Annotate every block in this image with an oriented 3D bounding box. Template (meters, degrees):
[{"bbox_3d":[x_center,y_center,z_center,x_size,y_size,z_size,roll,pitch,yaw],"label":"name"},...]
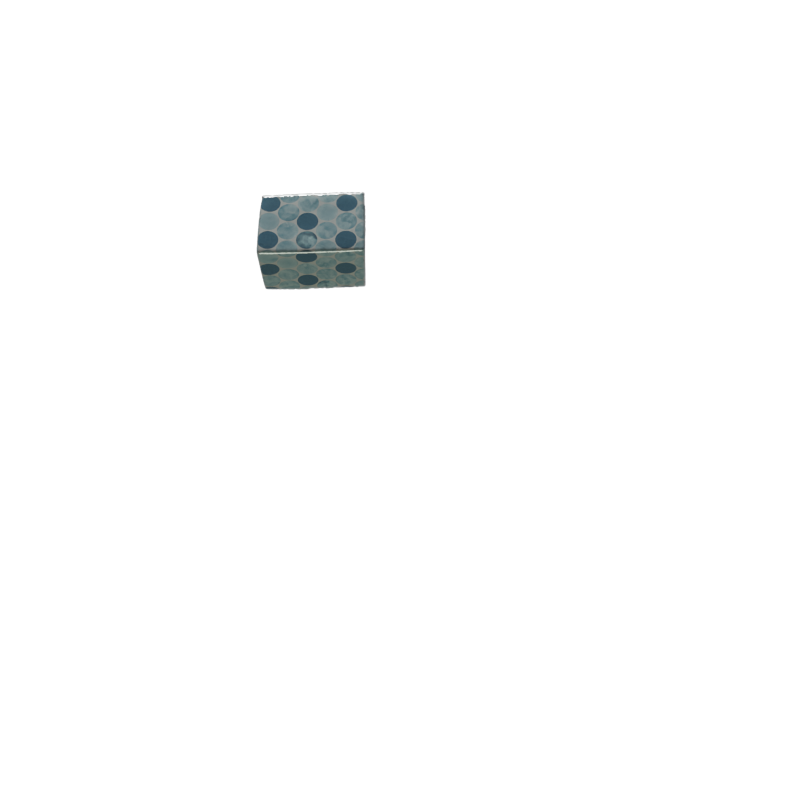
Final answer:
[{"bbox_3d":[-0.064,-0.117,0.816,0.078,0.055,0.049,-1,-30,1],"label":"block"}]
